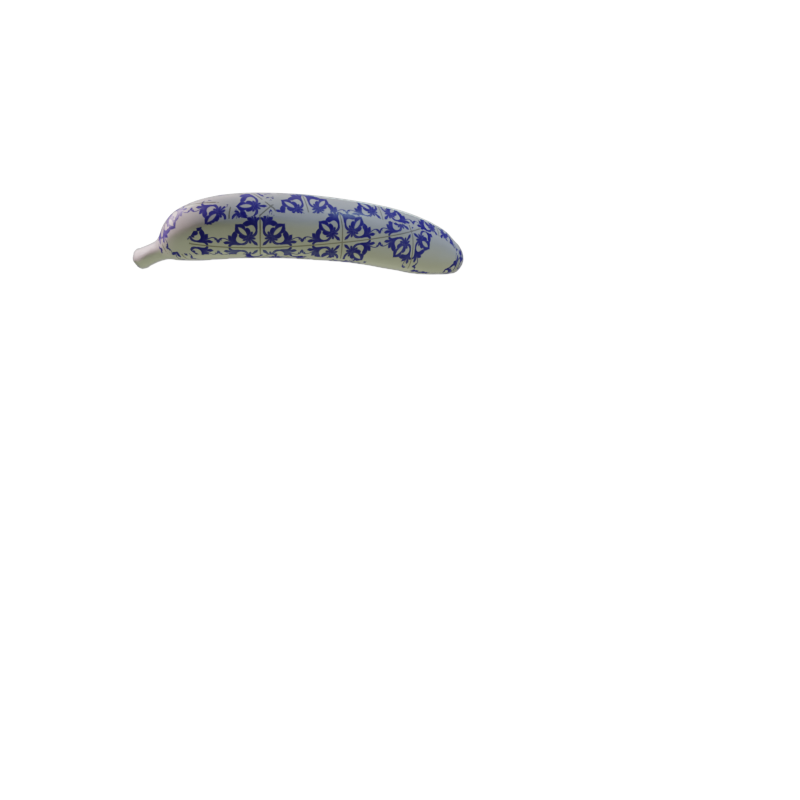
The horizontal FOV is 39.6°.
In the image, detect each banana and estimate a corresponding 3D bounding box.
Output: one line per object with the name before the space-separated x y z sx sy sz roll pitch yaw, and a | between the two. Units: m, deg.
banana | -0.048 -0.093 0.627 0.194 0.038 0.069 1 -6 -14
